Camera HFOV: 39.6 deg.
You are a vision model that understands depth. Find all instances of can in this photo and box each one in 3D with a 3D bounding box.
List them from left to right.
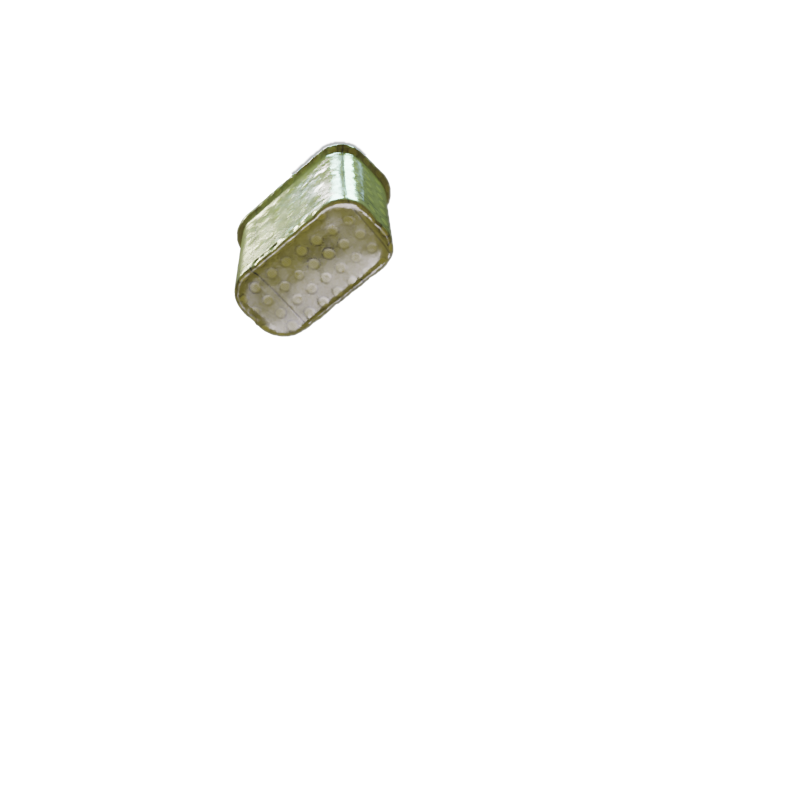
[{"bbox_3d":[-0.052,-0.095,0.668,0.101,0.055,0.089,-38,25,17],"label":"can"}]
